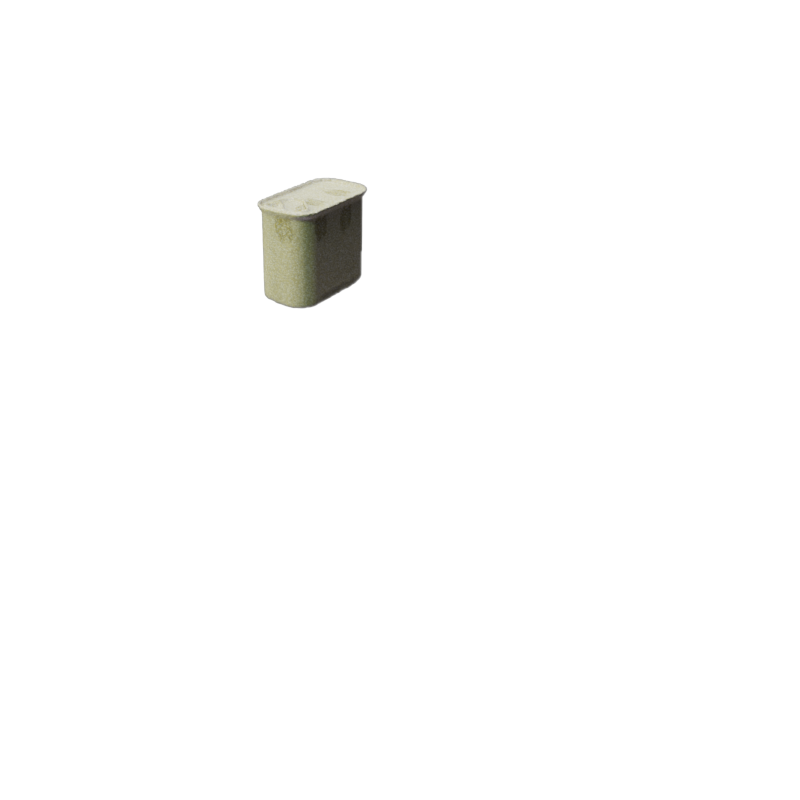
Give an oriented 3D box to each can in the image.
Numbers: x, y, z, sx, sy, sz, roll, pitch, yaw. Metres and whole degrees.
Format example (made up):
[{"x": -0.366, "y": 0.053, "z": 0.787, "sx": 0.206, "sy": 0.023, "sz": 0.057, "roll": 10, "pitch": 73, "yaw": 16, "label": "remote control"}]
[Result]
[{"x": -0.073, "y": -0.134, "z": 0.937, "sx": 0.060, "sy": 0.080, "sz": 0.102, "roll": 15, "pitch": 28, "yaw": 29, "label": "can"}]
